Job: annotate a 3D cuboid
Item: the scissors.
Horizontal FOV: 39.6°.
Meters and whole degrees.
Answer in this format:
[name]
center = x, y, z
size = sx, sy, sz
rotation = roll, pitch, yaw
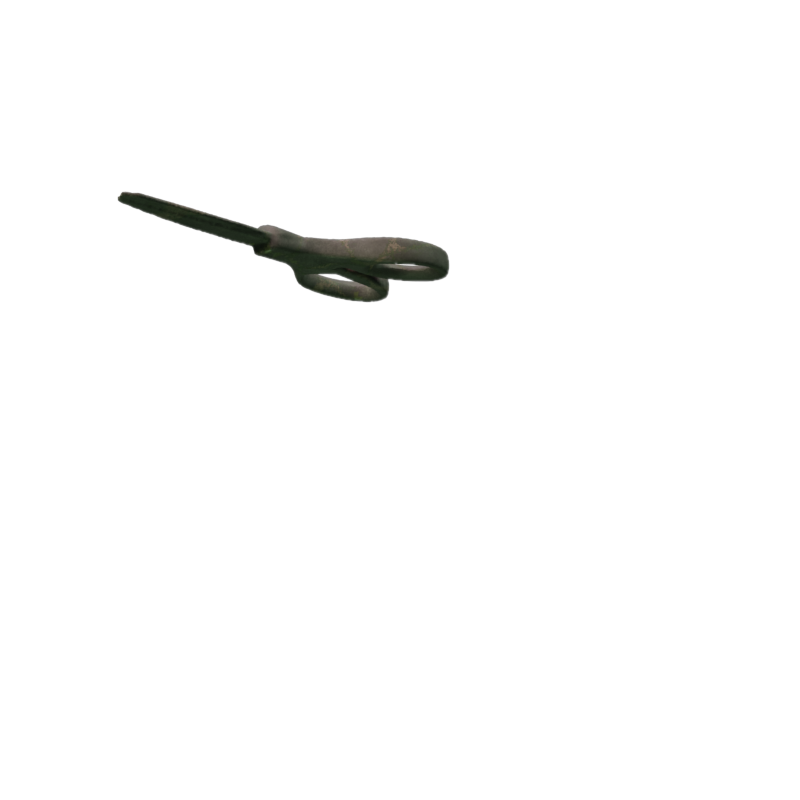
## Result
[scissors]
center = -0.044, -0.081, 0.566
size = 0.098, 0.016, 0.190
rotation = -5, -11, 25
